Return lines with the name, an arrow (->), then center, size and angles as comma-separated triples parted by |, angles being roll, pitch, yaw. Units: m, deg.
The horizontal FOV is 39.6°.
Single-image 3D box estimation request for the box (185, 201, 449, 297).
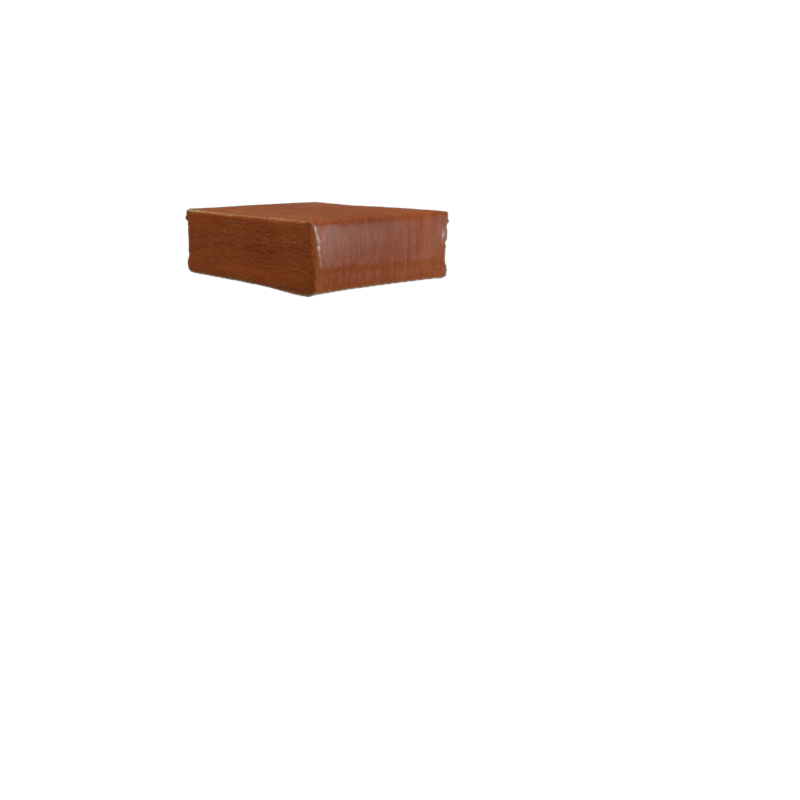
box -> -0.045, -0.082, 0.577 | 0.087, 0.038, 0.120 | -12, 19, -39
